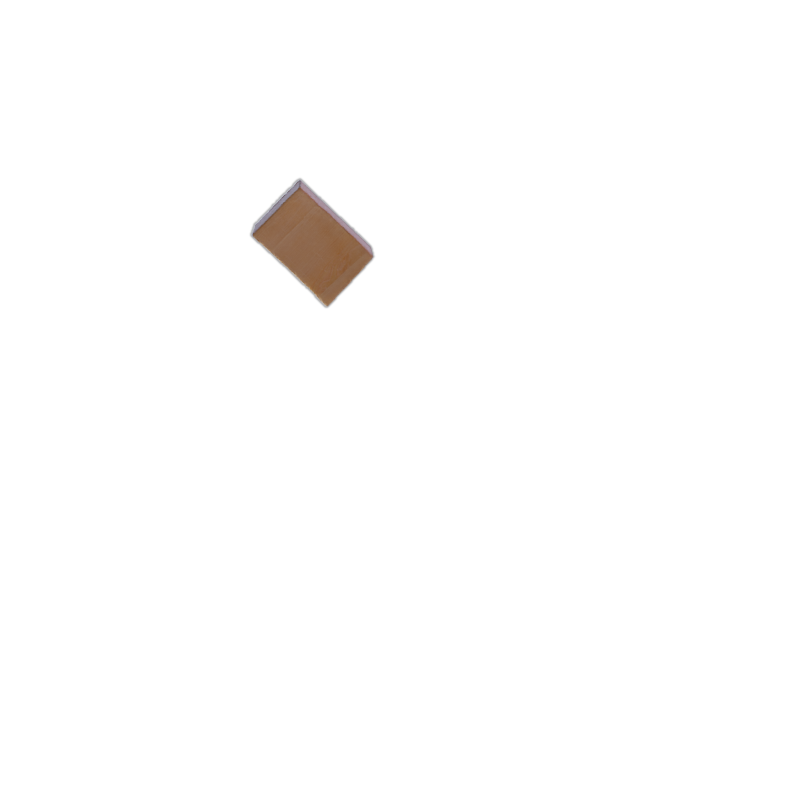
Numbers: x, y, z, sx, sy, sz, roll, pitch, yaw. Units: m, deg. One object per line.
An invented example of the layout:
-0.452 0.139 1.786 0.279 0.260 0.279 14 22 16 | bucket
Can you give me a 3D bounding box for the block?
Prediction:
-0.065 -0.118 0.824 0.077 0.052 0.053 44 7 -9 | block
